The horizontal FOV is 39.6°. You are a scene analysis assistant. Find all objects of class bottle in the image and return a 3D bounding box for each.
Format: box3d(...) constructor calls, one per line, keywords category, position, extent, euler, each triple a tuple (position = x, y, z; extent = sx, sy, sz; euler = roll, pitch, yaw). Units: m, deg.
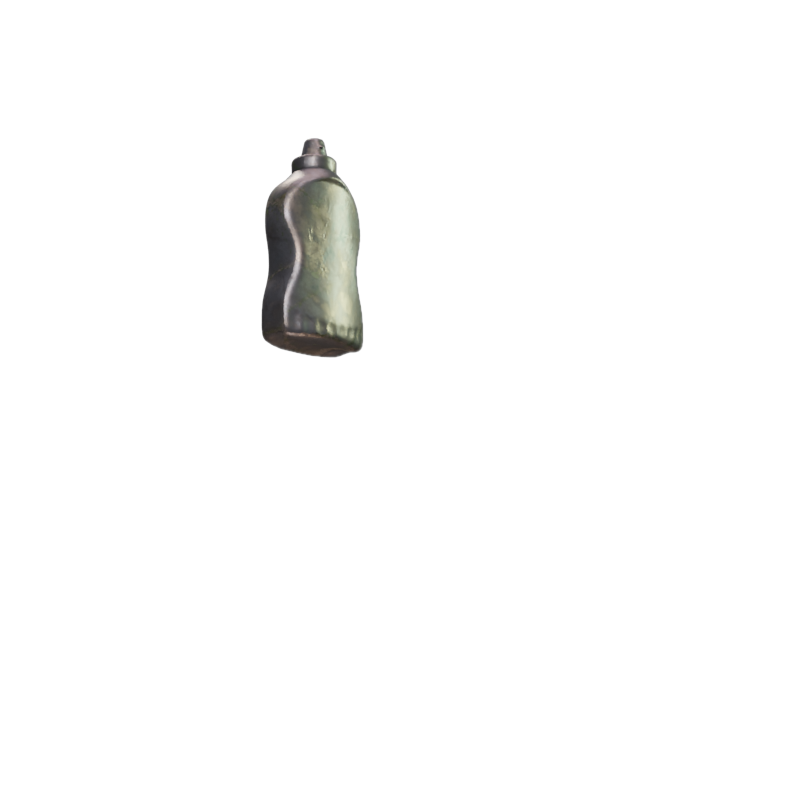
box3d(category="bottle", position=(-0.076, -0.139, 0.971), extent=(0.091, 0.200, 0.059), euler=(15, -25, -42))
